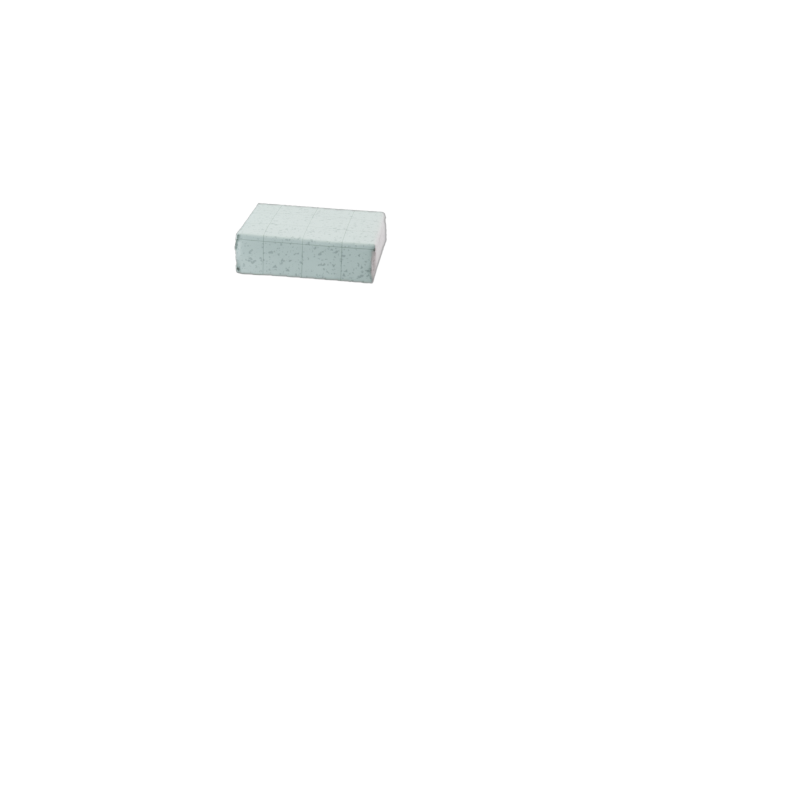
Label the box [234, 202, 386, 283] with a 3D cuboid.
[{"bbox_3d":[-0.071,-0.129,0.902,0.115,0.037,0.093,3,23,6],"label":"box"}]
